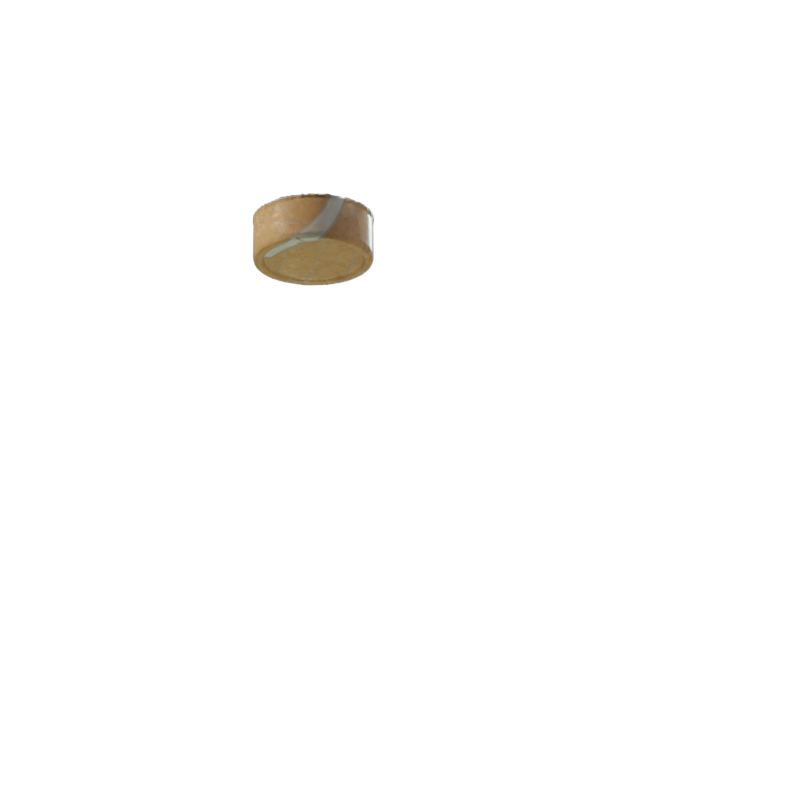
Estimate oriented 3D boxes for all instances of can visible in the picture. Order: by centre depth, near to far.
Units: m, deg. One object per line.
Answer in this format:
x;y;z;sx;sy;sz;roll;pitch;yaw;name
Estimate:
-0.061;-0.111;0.776;0.086;0.035;0.082;0;-19;-2;can
